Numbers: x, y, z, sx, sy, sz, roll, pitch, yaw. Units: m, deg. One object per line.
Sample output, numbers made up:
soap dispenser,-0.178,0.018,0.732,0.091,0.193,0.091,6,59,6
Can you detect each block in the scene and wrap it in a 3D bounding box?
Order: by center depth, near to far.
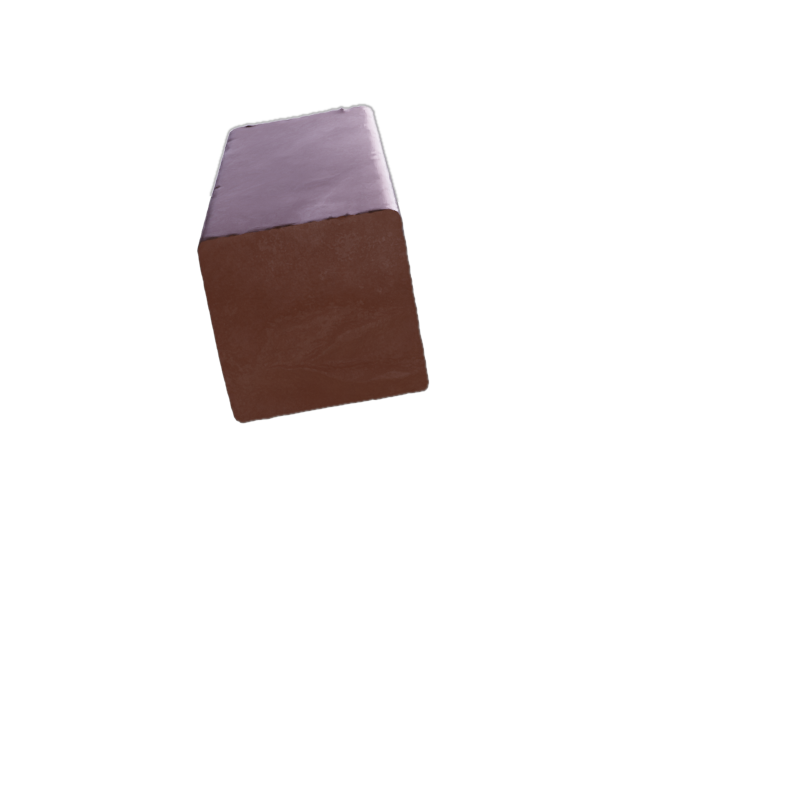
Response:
block,-0.046,-0.083,0.577,0.091,0.085,0.217,-10,25,1
